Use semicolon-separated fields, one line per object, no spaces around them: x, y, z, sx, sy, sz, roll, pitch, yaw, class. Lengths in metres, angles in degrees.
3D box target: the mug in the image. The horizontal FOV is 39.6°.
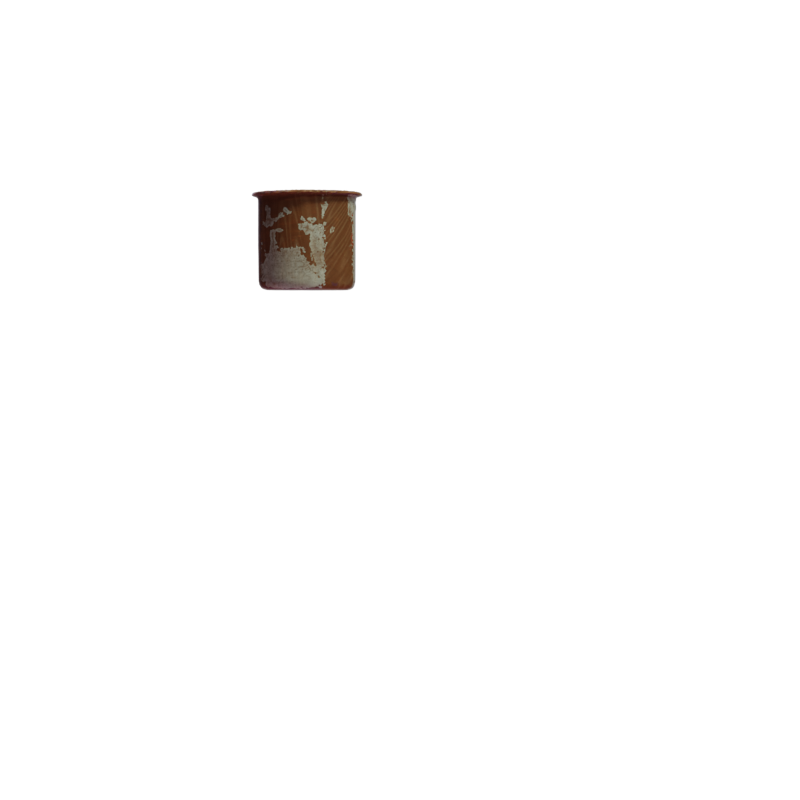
-0.074;-0.135;0.942;0.096;0.081;0.114;2;4;24;mug
